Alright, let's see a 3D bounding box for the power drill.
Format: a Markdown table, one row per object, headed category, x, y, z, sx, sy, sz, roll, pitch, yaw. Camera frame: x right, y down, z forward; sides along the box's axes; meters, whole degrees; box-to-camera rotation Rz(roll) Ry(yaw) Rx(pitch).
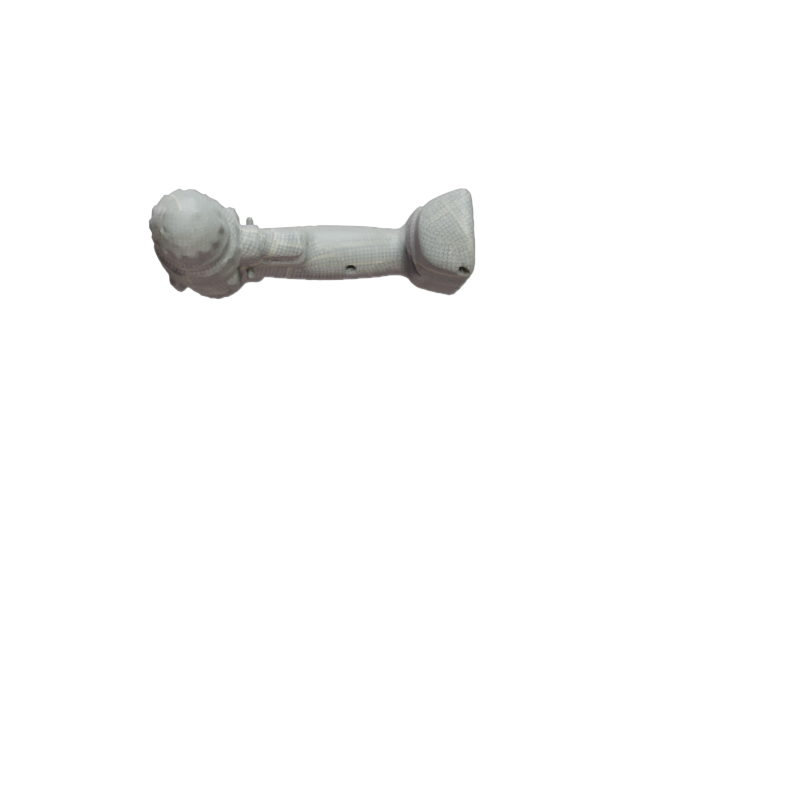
| category | x | y | z | sx | sy | sz | roll | pitch | yaw |
| --- | --- | --- | --- | --- | --- | --- | --- | --- | --- |
| power drill | -0.053 | -0.096 | 0.671 | 0.188 | 0.058 | 0.183 | 0 | 0 | -1 |
